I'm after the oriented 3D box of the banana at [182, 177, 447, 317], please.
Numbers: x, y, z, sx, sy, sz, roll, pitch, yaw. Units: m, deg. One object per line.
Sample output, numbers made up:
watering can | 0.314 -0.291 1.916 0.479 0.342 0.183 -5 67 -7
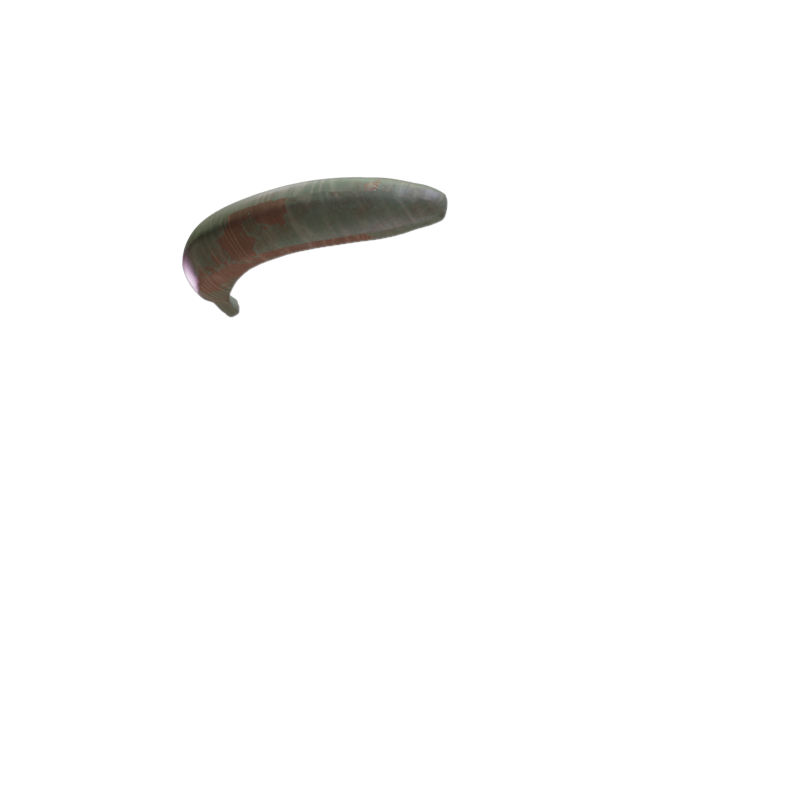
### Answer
banana | -0.064 -0.089 0.603 0.066 0.038 0.200 12 -18 -40
